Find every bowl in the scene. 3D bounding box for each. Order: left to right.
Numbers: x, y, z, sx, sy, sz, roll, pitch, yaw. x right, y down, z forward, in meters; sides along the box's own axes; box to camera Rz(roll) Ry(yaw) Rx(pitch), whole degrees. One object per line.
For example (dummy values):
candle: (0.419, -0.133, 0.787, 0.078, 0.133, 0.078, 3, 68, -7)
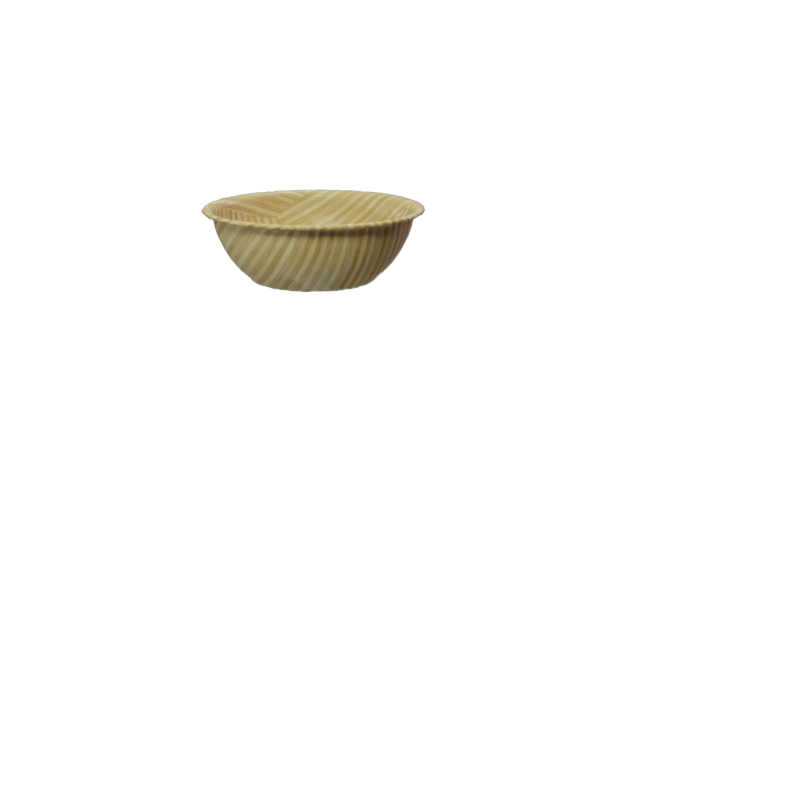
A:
bowl: (-0.064, -0.116, 0.812, 0.162, 0.053, 0.168, -1, 18, -2)
